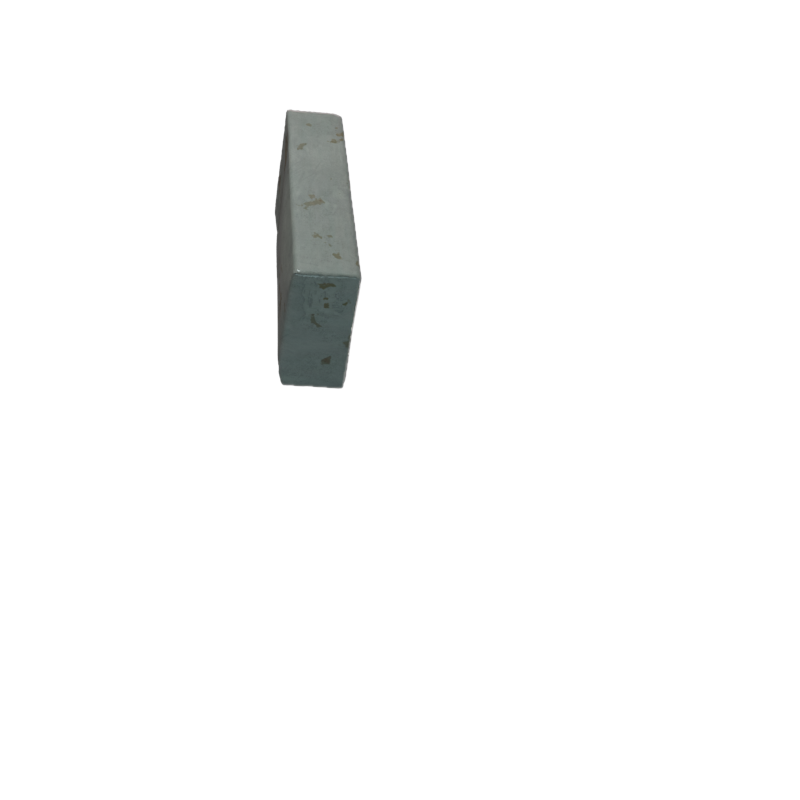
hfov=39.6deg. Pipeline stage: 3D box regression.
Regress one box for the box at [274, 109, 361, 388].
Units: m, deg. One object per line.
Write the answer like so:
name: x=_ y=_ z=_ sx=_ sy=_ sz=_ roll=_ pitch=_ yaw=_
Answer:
box: x=-0.055 y=-0.102 z=0.713 sx=0.047 sy=0.088 sz=0.189 roll=5 pitch=43 yaw=-8
